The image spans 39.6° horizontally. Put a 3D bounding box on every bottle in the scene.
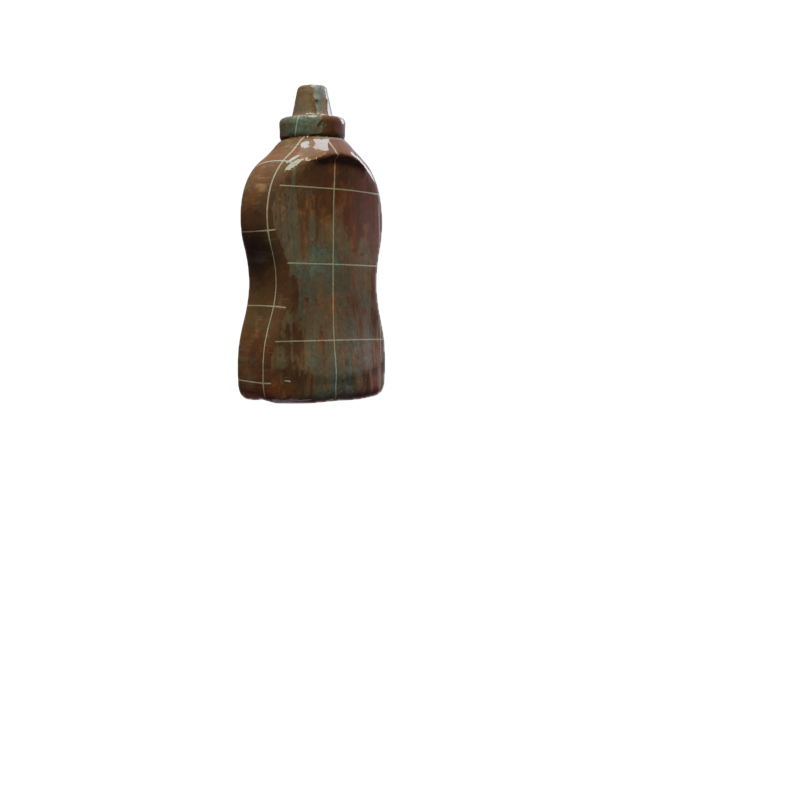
[{"bbox_3d":[-0.054,-0.097,0.680,0.092,0.193,0.060,1,-2,-40],"label":"bottle"}]
